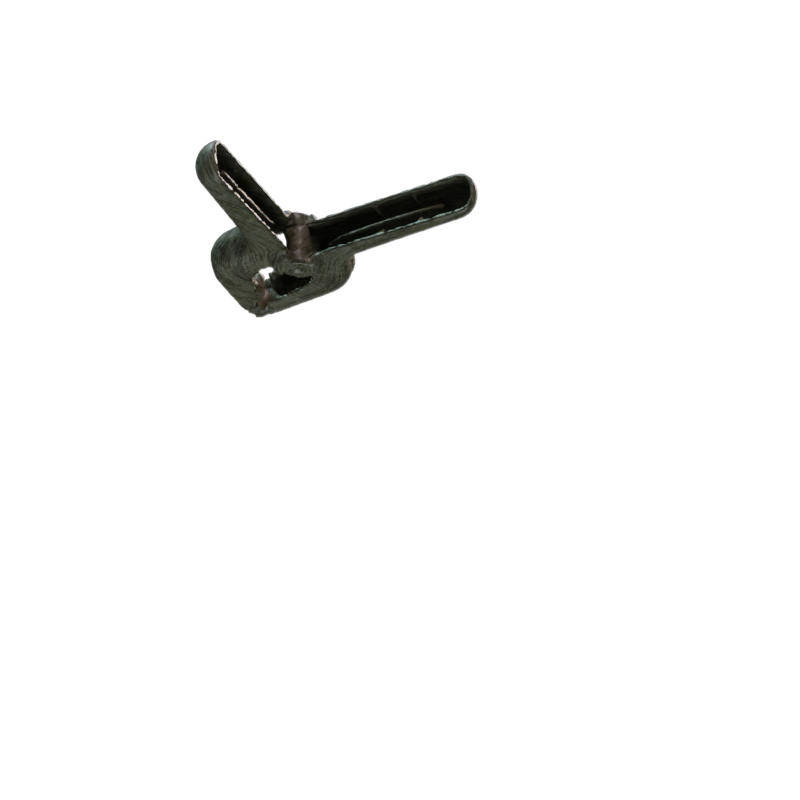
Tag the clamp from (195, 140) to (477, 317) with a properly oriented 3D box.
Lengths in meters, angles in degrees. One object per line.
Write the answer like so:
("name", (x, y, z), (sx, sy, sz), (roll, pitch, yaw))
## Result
("clamp", (-0.055, -0.100, 0.699), (0.162, 0.038, 0.204), (4, -18, -13))
